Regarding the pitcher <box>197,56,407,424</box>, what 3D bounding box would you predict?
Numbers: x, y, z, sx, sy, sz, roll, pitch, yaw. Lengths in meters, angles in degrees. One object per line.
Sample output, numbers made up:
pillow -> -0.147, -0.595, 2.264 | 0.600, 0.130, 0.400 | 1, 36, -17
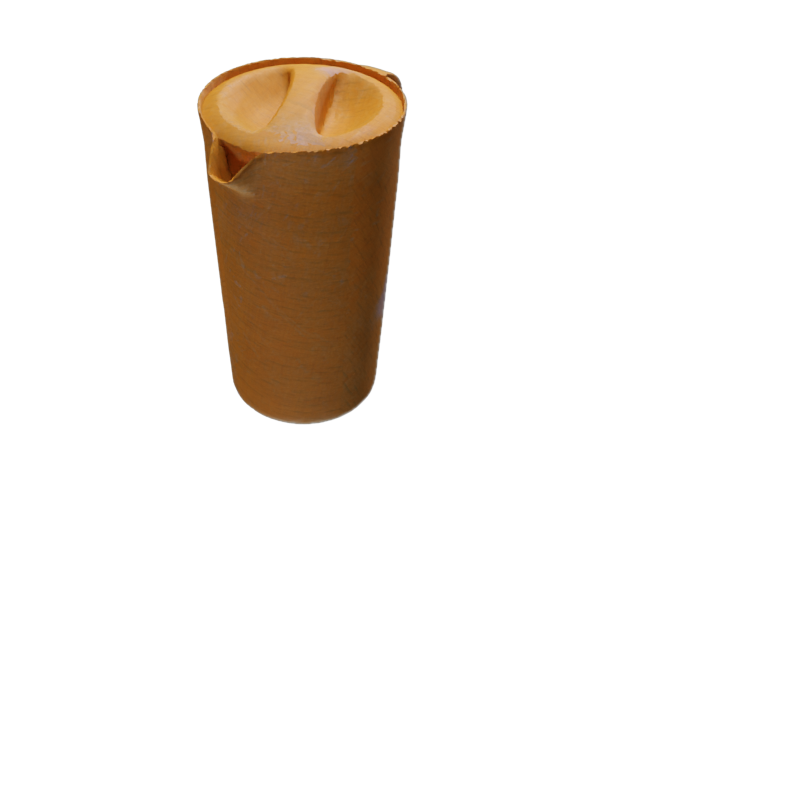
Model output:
pitcher -> -0.061, -0.110, 0.774 | 0.148, 0.227, 0.156 | -6, 39, -10
